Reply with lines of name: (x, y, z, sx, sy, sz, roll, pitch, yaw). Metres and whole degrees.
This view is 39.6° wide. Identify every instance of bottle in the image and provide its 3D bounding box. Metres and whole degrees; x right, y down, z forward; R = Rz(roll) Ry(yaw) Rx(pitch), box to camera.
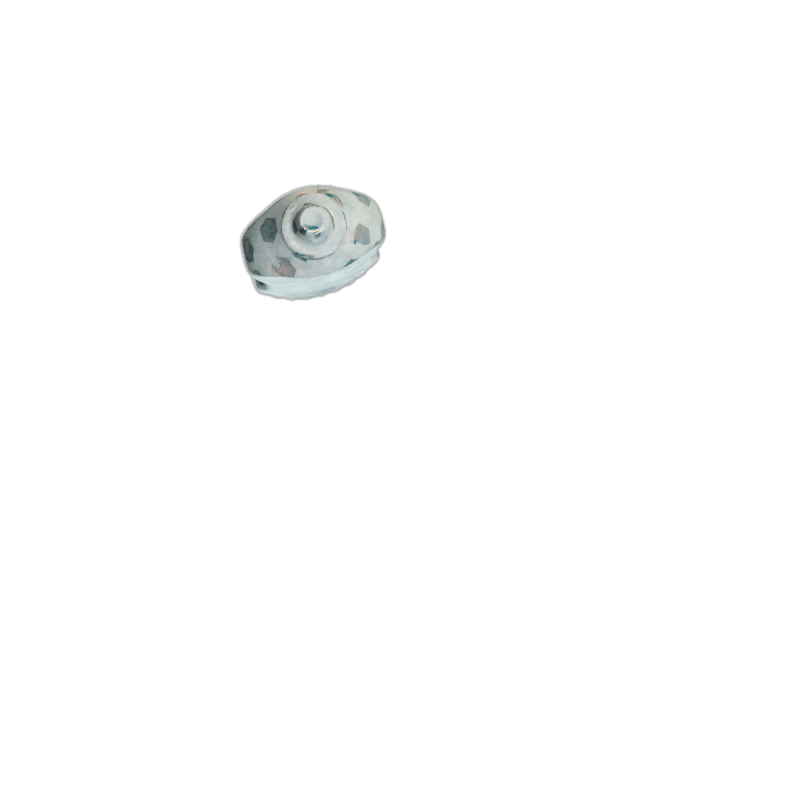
bottle: (-0.059, -0.107, 0.753, 0.096, 0.059, 0.190, -13, 0, -4)
